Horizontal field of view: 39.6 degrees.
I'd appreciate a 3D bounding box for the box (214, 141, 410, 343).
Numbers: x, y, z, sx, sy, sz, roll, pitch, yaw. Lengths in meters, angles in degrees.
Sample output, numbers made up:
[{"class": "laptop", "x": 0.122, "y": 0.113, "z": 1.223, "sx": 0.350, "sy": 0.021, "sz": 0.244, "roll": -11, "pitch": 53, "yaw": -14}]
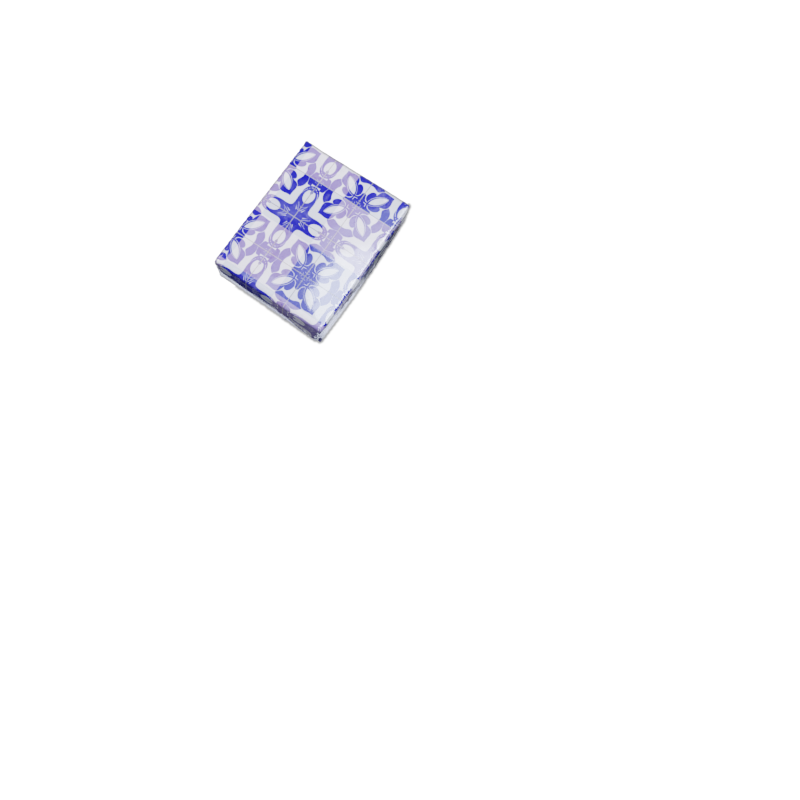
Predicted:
[{"class": "box", "x": -0.061, "y": -0.111, "z": 0.775, "sx": 0.092, "sy": 0.116, "sz": 0.037, "roll": 32, "pitch": -16, "yaw": 10}]
